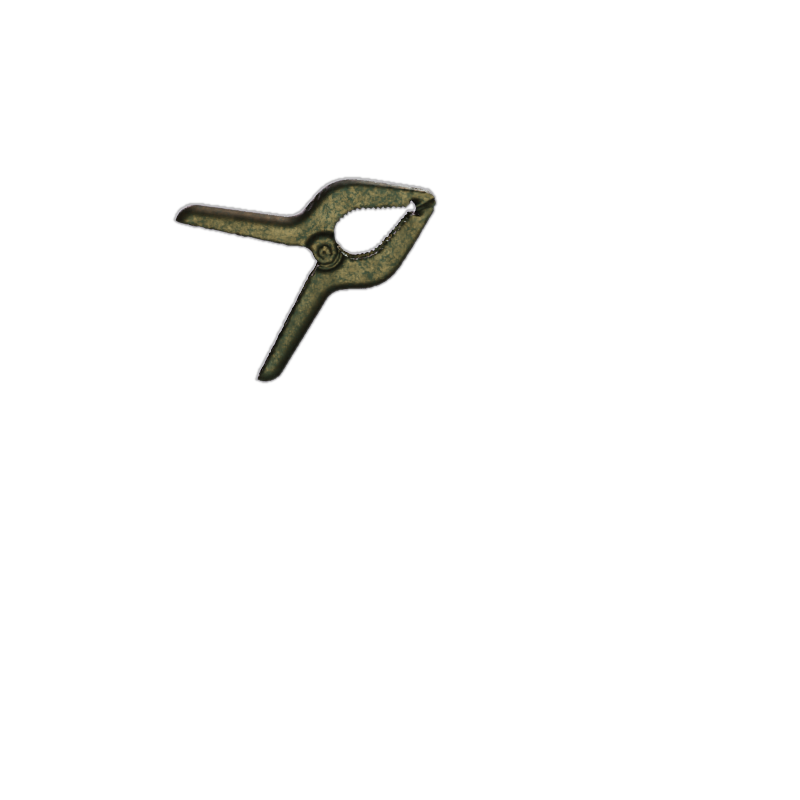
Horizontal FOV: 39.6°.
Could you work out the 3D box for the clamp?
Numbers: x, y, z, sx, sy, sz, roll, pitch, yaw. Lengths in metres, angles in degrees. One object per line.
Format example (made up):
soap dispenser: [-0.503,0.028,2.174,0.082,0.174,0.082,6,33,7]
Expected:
clamp: [-0.072,-0.132,0.924,0.210,0.160,0.037,-32,10,6]
